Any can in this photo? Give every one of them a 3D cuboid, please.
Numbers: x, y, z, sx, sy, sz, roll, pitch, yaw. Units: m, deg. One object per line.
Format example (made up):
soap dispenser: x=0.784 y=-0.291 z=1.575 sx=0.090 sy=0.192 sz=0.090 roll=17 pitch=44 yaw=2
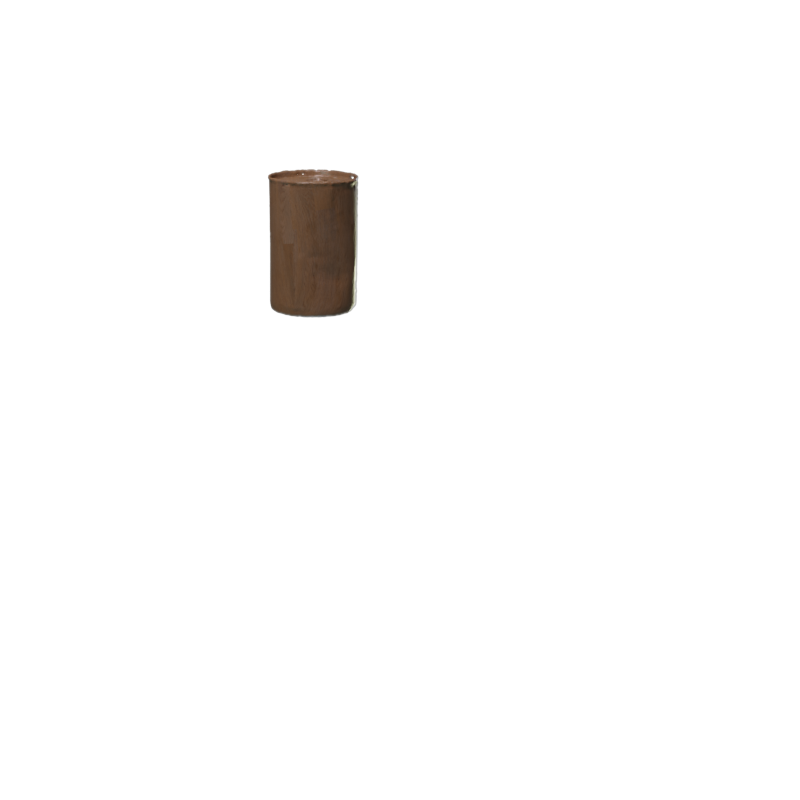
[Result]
can: x=-0.066 y=-0.120 z=0.840 sx=0.068 sy=0.099 sz=0.071 roll=0 pitch=14 yaw=-2
